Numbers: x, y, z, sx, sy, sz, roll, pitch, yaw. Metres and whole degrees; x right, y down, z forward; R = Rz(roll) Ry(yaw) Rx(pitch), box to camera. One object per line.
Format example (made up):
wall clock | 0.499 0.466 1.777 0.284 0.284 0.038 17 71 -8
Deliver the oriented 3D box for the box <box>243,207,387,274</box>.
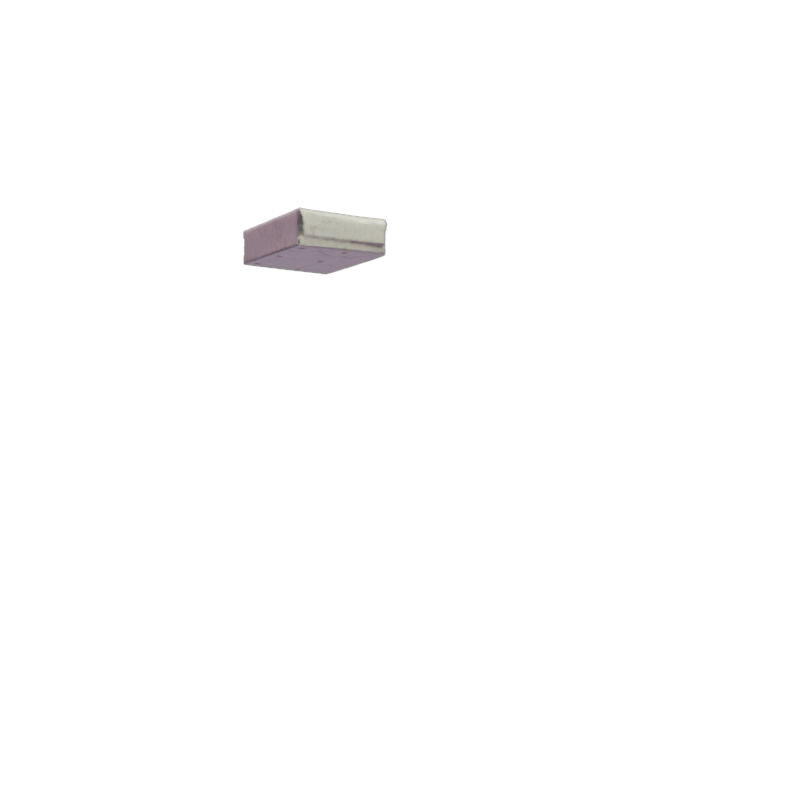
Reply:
box | -0.063 -0.115 0.809 0.070 0.031 0.091 3 -6 -32
